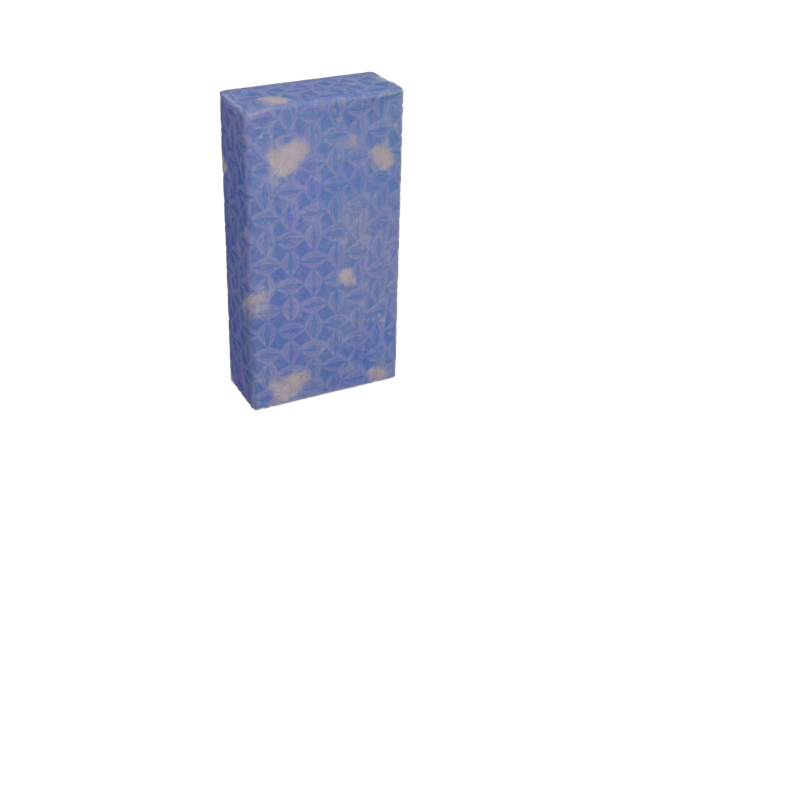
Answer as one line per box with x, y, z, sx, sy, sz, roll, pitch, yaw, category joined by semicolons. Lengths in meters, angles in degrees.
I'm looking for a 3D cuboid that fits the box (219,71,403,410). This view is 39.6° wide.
-0.048;-0.088;0.615;0.092;0.166;0.052;-12;31;-24;box
